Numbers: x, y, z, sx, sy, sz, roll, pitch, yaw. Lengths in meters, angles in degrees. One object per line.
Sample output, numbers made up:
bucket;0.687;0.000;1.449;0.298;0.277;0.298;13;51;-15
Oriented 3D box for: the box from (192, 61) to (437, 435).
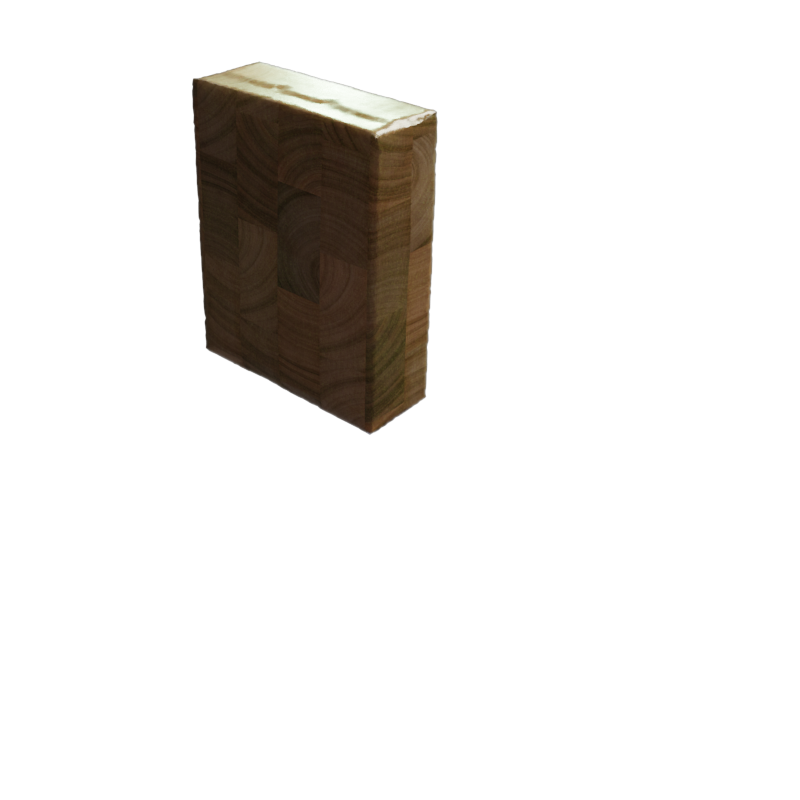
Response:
box;-0.059;-0.108;0.755;0.174;0.202;0.071;25;35;35
